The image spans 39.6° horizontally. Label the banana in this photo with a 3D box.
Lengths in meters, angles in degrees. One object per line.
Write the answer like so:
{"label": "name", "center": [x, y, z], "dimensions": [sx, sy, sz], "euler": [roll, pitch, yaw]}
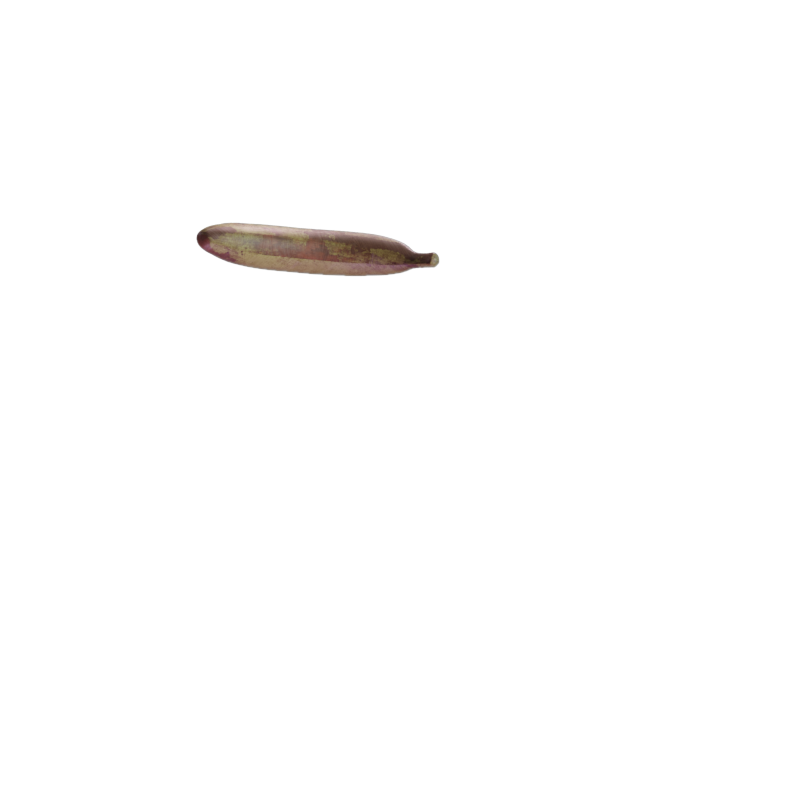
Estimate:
{"label": "banana", "center": [-0.072, -0.125, 0.909], "dimensions": [0.194, 0.038, 0.069], "euler": [2, -8, -14]}
